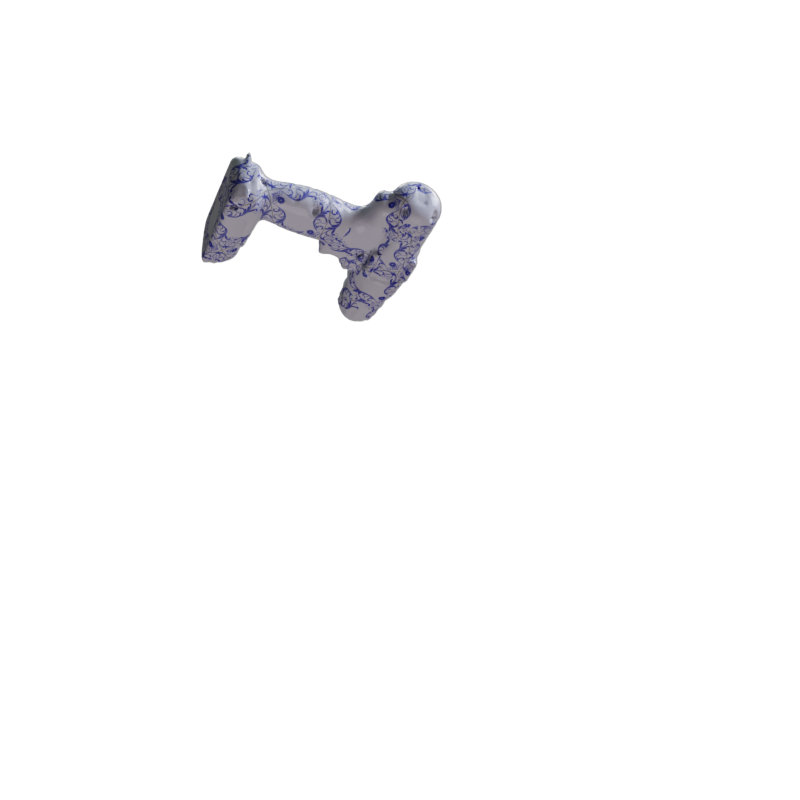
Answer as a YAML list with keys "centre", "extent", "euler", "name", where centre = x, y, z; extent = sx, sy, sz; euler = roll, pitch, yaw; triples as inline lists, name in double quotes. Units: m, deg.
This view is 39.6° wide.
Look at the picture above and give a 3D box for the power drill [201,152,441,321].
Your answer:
- centre: [-0.077, -0.140, 0.984]
  extent: [0.183, 0.061, 0.177]
  euler: [11, -36, -16]
  name: "power drill"
